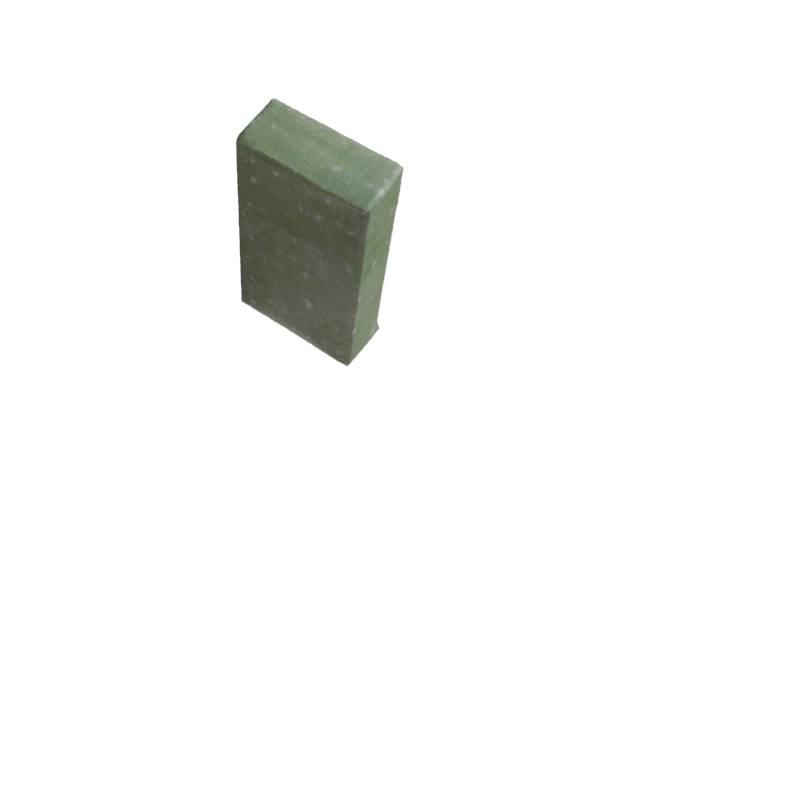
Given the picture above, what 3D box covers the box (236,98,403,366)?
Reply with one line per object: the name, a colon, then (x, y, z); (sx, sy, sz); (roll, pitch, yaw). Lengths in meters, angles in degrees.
box: (-0.054, -0.099, 0.691); (0.097, 0.049, 0.166); (32, -25, 13)
